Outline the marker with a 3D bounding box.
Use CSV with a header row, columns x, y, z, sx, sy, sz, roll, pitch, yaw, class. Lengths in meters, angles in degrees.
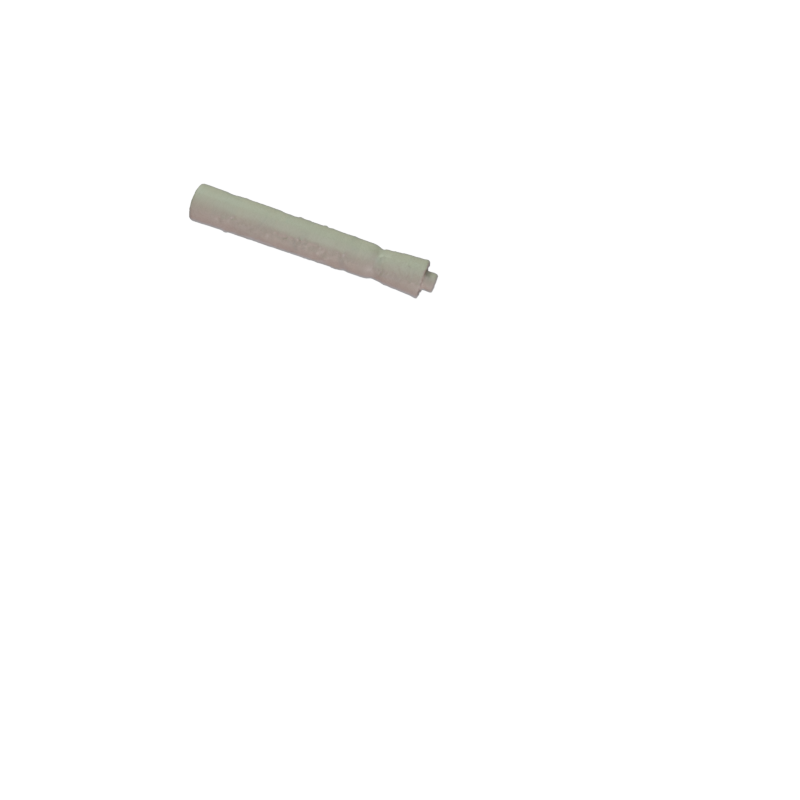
x,y,z,sx,sy,sz,roll,pitch,yaw,class
-0.041,-0.075,0.523,0.123,0.020,0.020,20,7,9,marker
